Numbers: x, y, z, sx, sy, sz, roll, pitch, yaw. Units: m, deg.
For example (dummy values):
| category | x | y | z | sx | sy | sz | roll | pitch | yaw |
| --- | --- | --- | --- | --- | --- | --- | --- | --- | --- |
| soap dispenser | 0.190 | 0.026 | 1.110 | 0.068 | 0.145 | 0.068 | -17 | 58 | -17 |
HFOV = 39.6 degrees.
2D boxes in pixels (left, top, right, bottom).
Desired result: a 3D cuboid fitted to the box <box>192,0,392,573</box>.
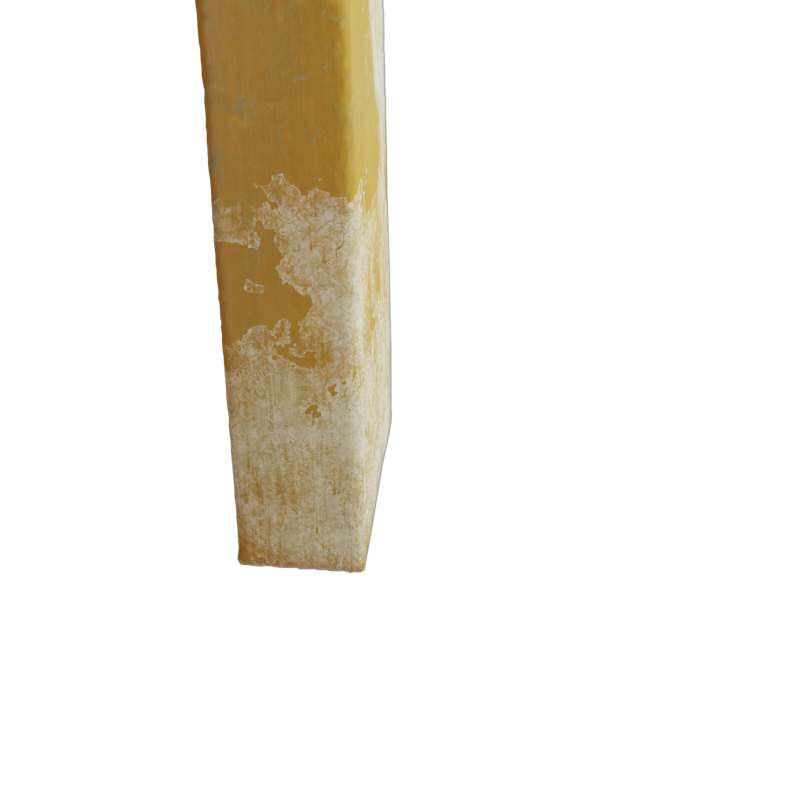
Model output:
| category | x | y | z | sx | sy | sz | roll | pitch | yaw |
| --- | --- | --- | --- | --- | --- | --- | --- | --- | --- |
| box | -0.026 | -0.048 | 0.338 | 0.048 | 0.167 | 0.098 | 4 | 27 | 4 |
